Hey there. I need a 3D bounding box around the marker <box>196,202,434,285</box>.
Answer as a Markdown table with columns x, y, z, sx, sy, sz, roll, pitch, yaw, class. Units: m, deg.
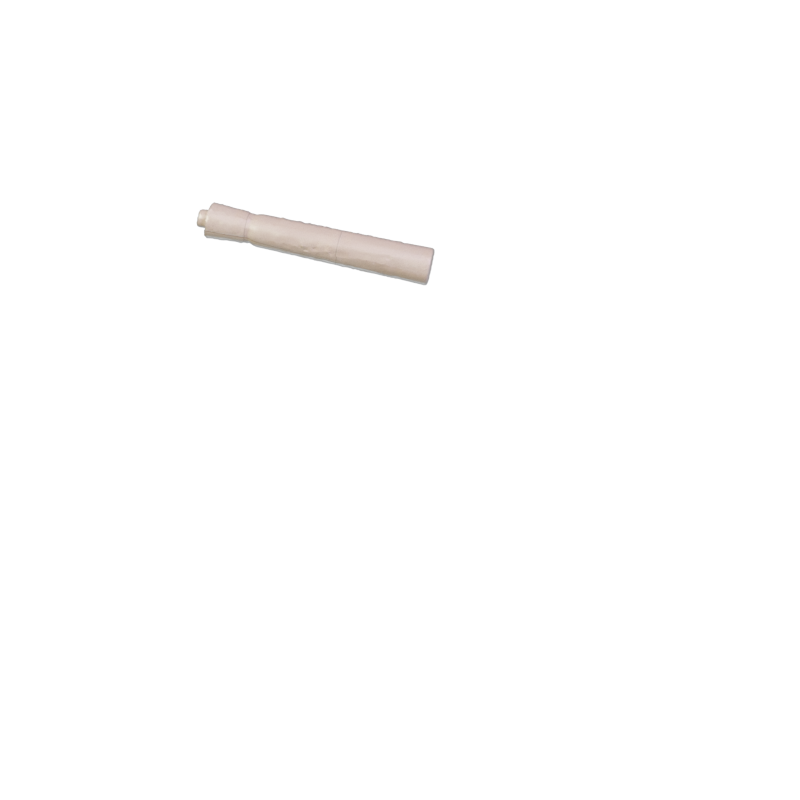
| x | y | z | sx | sy | sz | roll | pitch | yaw | class |
| --- | --- | --- | --- | --- | --- | --- | --- | --- | --- |
| -0.044 | -0.080 | 0.559 | 0.123 | 0.020 | 0.020 | 13 | 5 | 8 | marker |
